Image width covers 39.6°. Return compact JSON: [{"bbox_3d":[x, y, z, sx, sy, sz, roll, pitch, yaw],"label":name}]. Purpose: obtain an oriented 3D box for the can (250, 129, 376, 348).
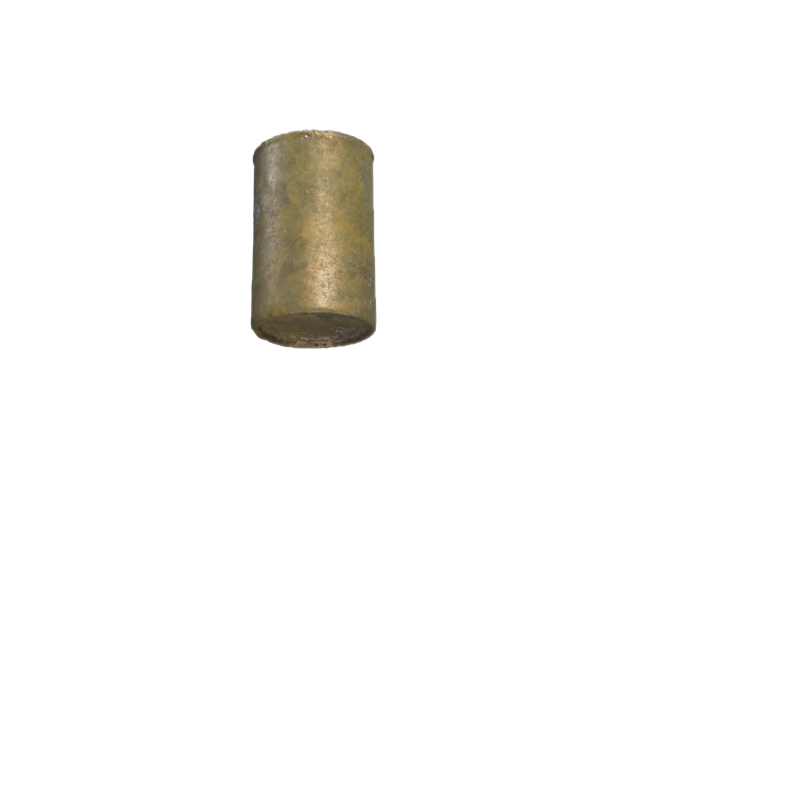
[{"bbox_3d":[-0.047,-0.086,0.600,0.068,0.107,0.065,0,-19,-2],"label":"can"}]
